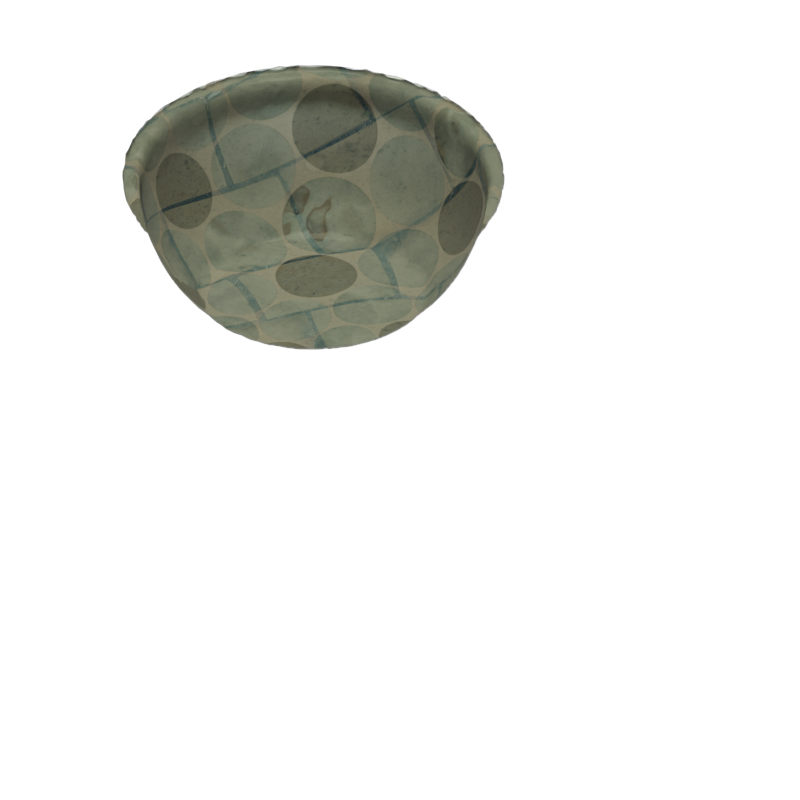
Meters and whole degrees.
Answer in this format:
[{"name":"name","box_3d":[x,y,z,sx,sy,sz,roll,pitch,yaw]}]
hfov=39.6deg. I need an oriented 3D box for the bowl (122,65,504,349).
[{"name":"bowl","box_3d":[-0.036,-0.066,0.459,0.162,0.059,0.152,1,-27,-2]}]
